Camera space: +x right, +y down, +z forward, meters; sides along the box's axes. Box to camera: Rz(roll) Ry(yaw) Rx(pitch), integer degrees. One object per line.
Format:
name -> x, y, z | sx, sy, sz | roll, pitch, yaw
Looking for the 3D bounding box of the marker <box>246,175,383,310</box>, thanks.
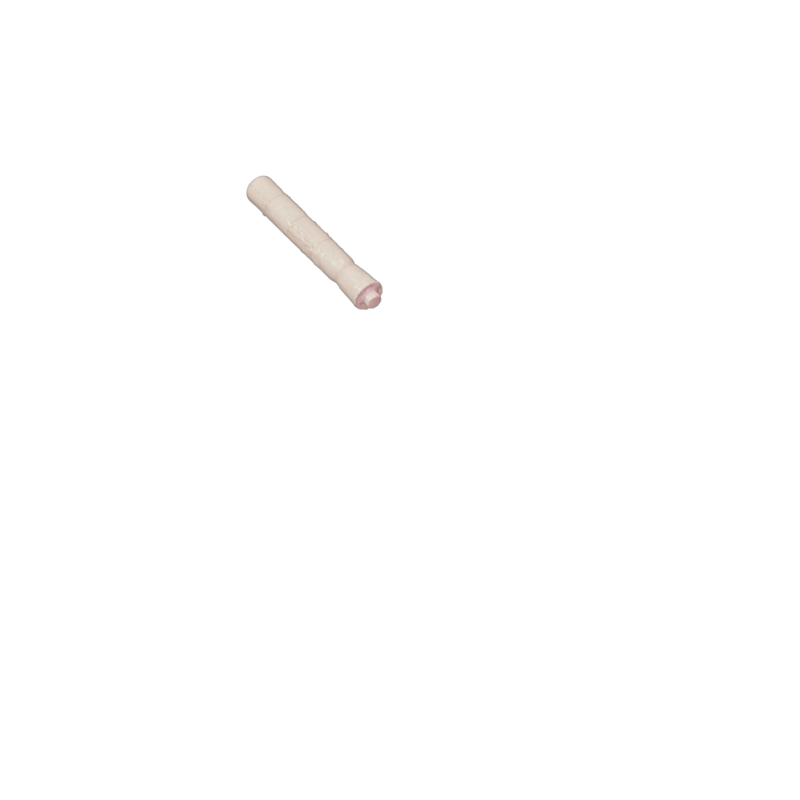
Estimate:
marker -> -0.050, -0.091, 0.637 | 0.019, 0.019, 0.130 | -3, 38, -42
